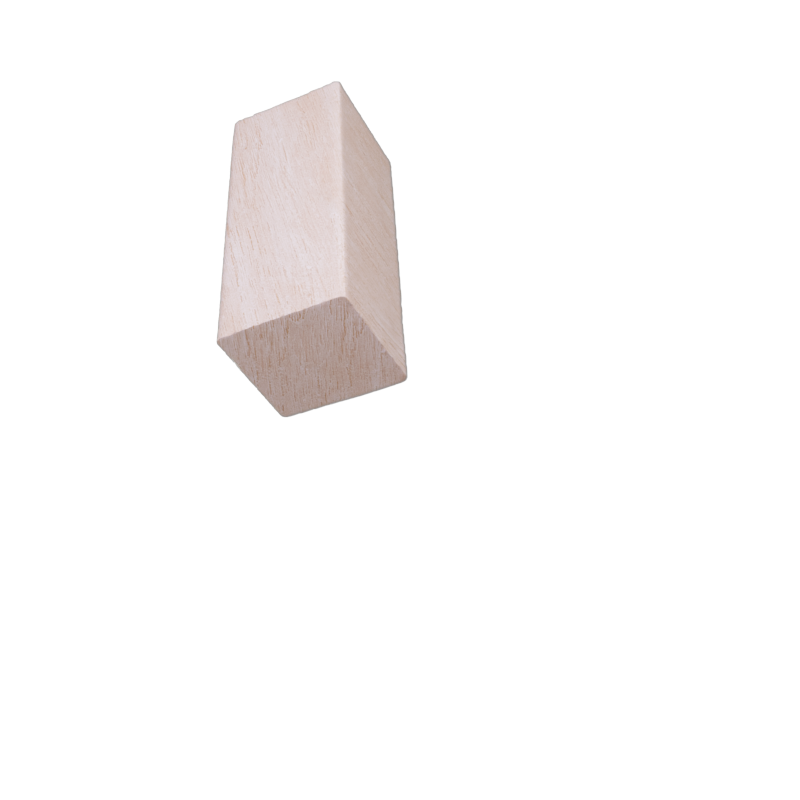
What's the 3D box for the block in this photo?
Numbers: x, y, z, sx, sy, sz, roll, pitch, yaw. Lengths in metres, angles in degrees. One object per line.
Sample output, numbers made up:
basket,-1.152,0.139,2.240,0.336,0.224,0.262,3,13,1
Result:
block,-0.059,-0.106,0.744,0.091,0.221,0.084,-19,-44,17
